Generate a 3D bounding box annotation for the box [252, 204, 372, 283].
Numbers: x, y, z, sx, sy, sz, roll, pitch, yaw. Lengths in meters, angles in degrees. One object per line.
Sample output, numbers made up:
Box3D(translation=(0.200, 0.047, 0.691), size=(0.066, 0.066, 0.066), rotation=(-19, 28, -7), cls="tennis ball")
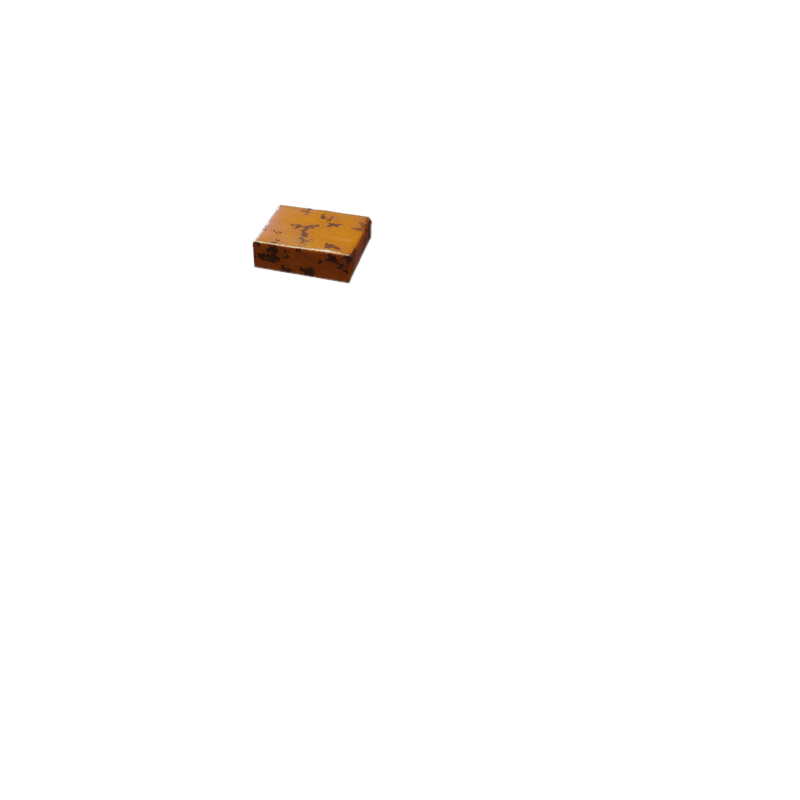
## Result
Box3D(translation=(-0.076, -0.139, 0.975), size=(0.091, 0.028, 0.076), rotation=(9, 36, 12), cls="box")
